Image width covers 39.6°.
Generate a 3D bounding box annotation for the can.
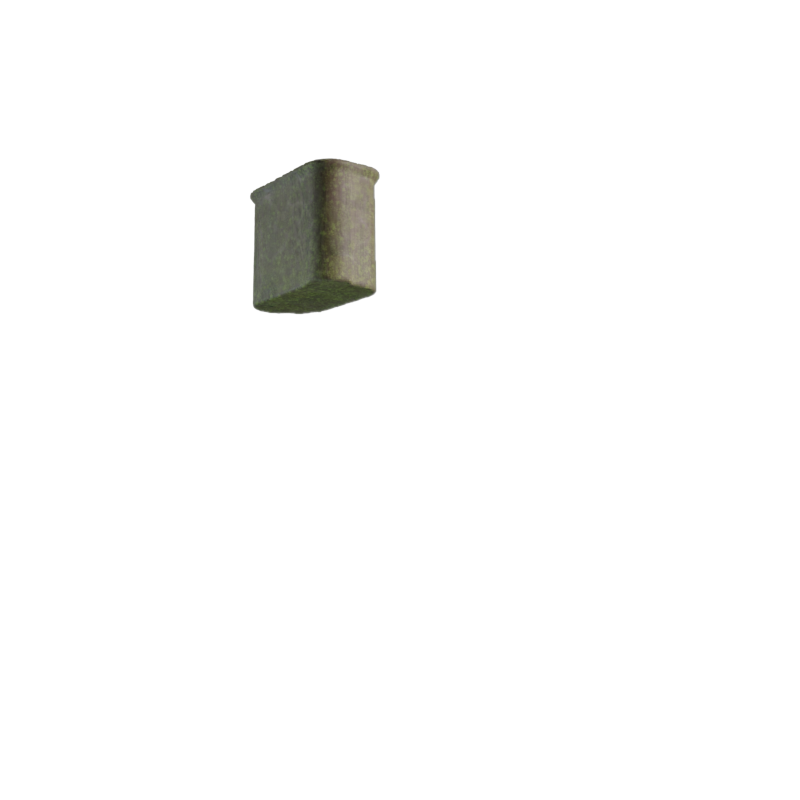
[{"bbox_3d":[-0.060,-0.108,0.760,0.055,0.087,0.103,10,-16,-37],"label":"can"}]
